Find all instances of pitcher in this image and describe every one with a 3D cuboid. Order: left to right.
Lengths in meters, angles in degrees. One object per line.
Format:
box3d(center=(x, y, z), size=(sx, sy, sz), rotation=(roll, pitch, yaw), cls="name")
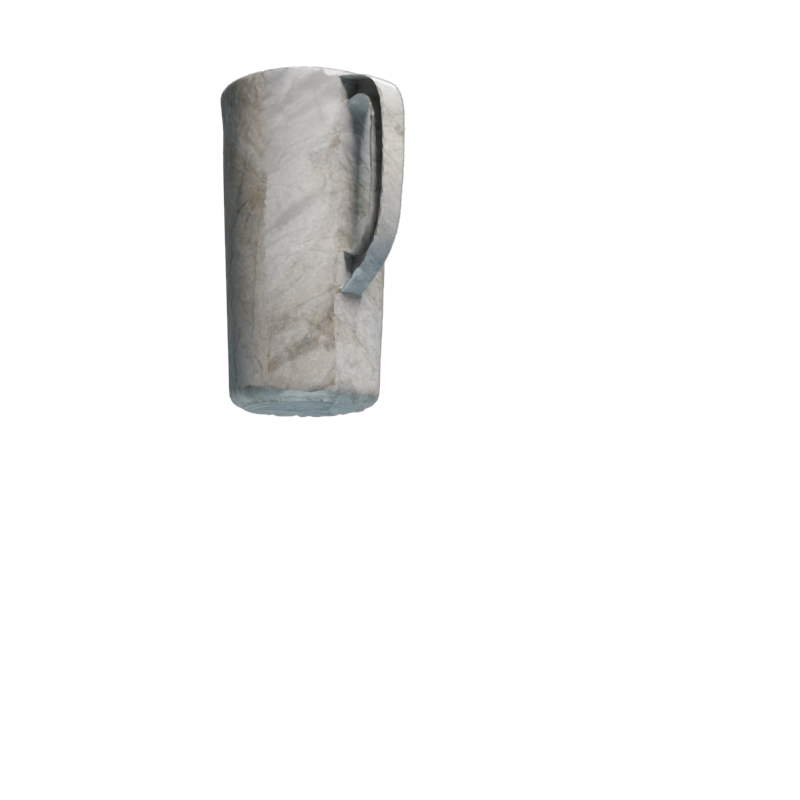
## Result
box3d(center=(-0.064, -0.116, 0.813), size=(0.146, 0.252, 0.143), rotation=(-2, -14, 6), cls="pitcher")
